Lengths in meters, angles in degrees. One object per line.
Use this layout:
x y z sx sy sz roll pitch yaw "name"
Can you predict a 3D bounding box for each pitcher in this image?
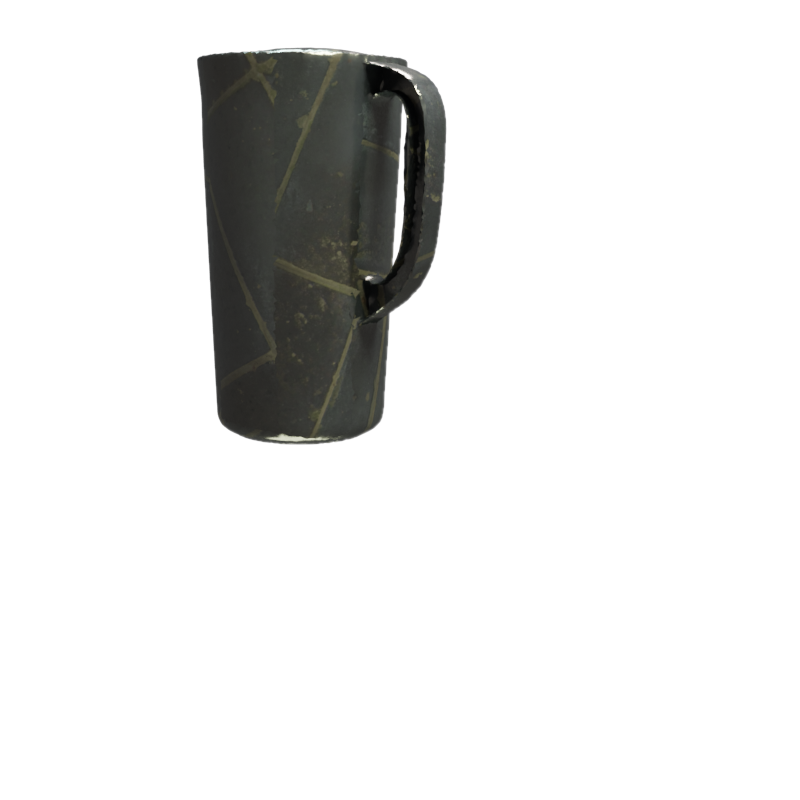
-0.055 -0.100 0.701 0.144 0.240 0.153 0 7 -7 "pitcher"
